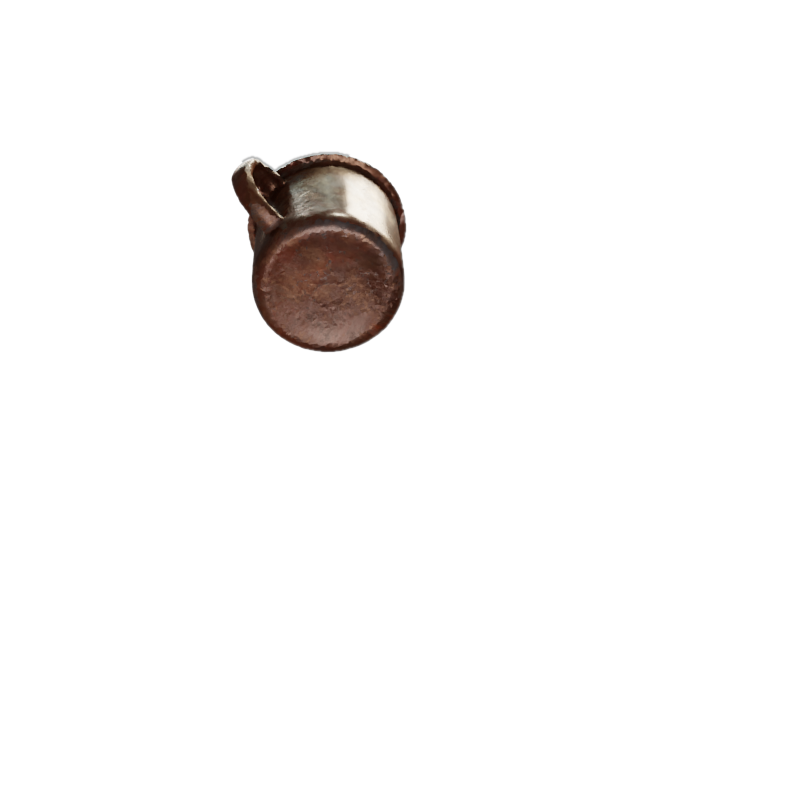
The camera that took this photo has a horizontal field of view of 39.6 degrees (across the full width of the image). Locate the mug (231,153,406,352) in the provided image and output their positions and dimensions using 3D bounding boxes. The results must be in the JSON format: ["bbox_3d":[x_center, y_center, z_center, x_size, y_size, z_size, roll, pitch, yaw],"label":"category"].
[{"bbox_3d":[-0.048,-0.088,0.613,0.092,0.111,0.086,-37,23,17],"label":"mug"}]
